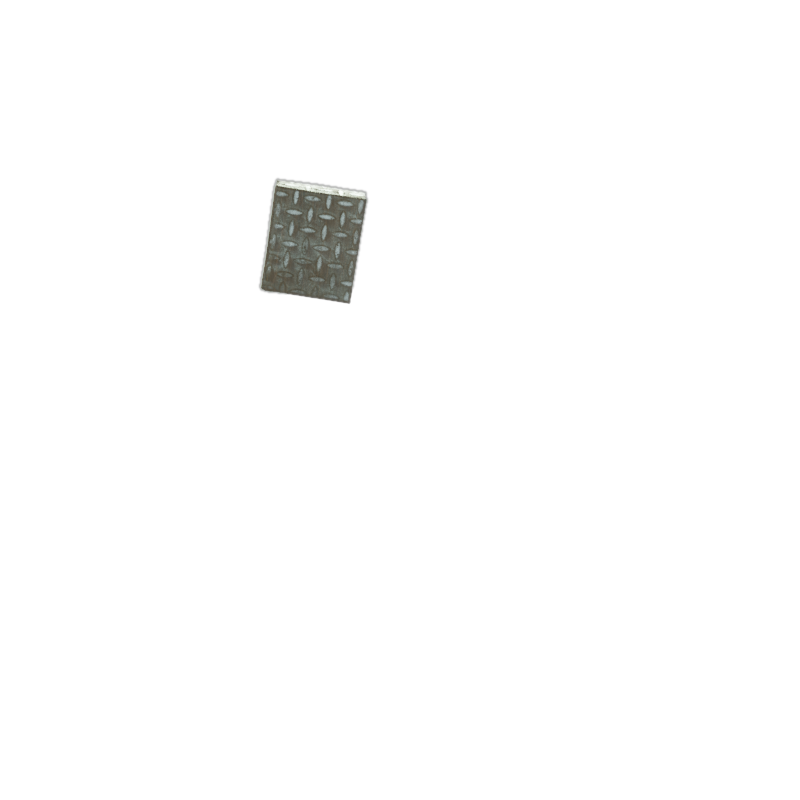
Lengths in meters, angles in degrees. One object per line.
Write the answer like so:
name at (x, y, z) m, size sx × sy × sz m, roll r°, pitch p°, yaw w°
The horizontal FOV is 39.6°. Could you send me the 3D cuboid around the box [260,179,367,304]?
box at (-0.069, -0.126, 0.881) m, size 0.073 × 0.087 × 0.031 m, roll 9°, pitch 15°, yaw -3°
